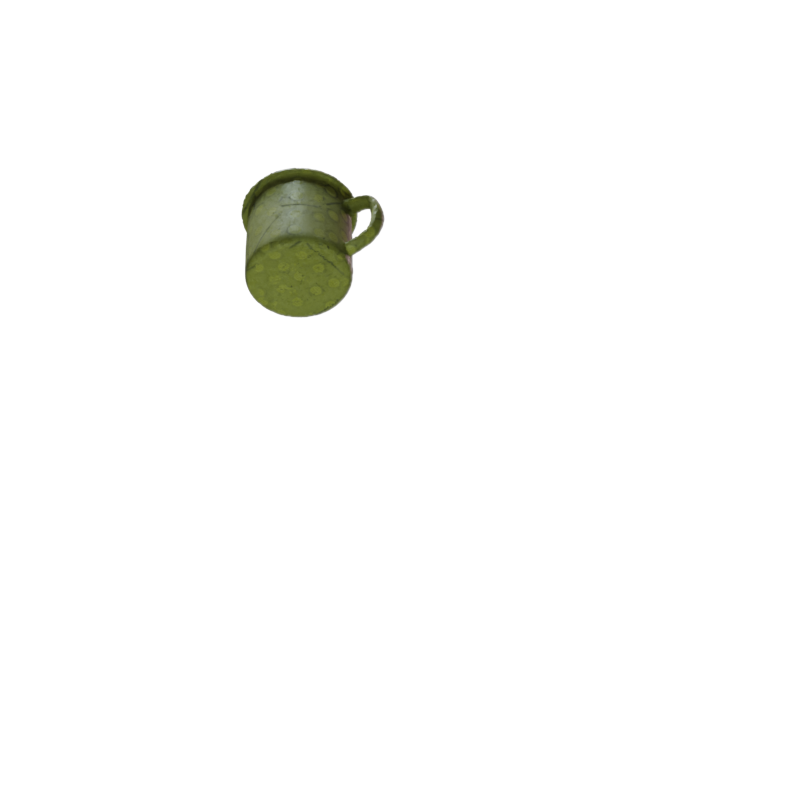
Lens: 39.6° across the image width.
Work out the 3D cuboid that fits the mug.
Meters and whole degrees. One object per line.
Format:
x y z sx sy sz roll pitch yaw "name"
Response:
-0.067 -0.122 0.853 0.118 0.087 0.086 -17 -48 14 "mug"
